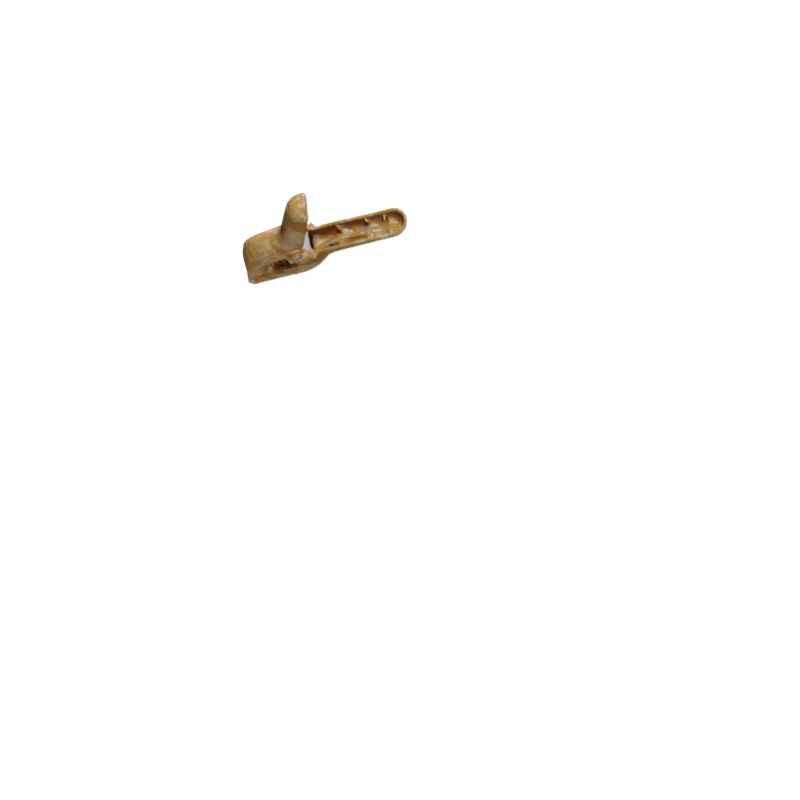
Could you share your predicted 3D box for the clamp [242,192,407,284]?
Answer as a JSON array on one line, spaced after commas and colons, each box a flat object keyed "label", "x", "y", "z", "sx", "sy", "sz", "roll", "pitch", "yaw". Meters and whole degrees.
[{"label": "clamp", "x": -0.078, "y": -0.142, "z": 0.993, "sx": 0.115, "sy": 0.041, "sz": 0.172, "roll": 7, "pitch": -14, "yaw": -29}]
